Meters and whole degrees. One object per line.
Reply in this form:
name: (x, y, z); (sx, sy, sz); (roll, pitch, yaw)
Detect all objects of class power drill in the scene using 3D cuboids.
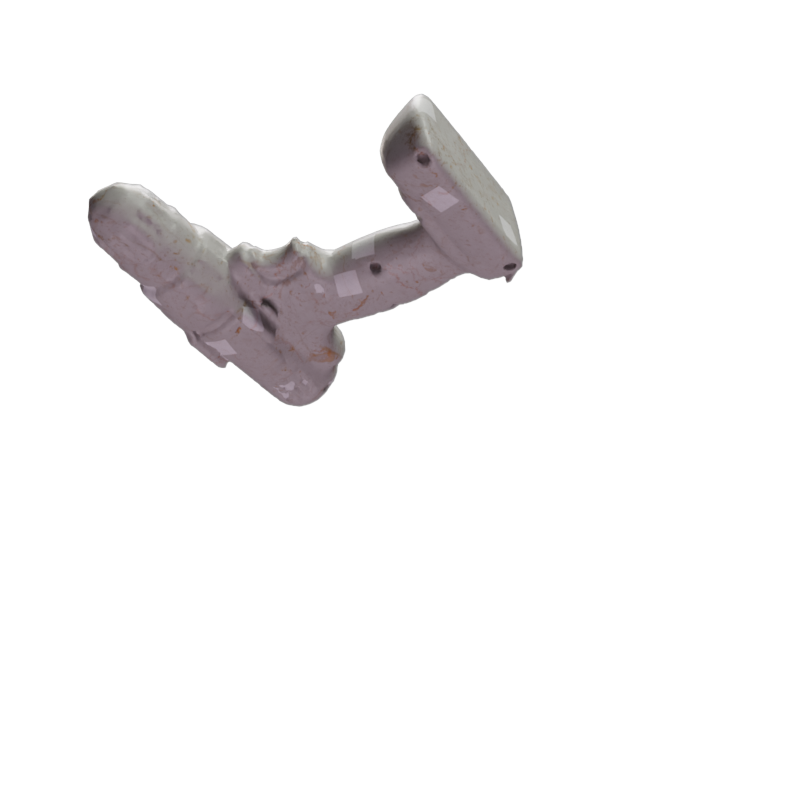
power drill: (-0.046, -0.084, 0.588); (0.188, 0.062, 0.171); (-25, -46, 26)
